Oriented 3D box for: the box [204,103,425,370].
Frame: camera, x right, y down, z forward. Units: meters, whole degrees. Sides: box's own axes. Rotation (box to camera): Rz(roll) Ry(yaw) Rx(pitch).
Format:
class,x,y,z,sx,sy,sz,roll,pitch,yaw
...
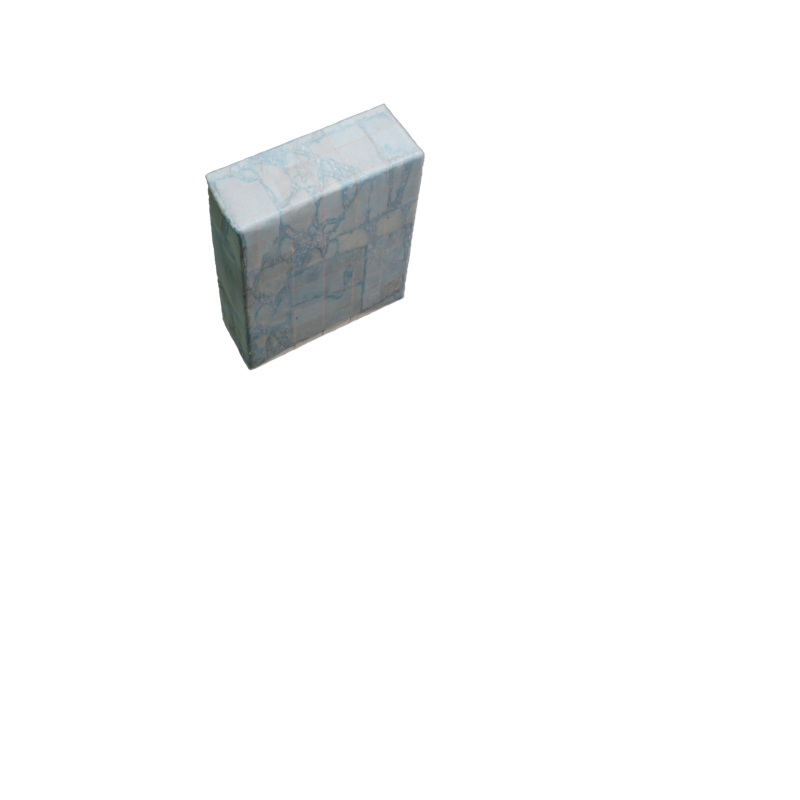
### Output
class,x,y,z,sx,sy,sz,roll,pitch,yaw
box,-0.073,-0.134,0.936,0.163,0.077,0.201,-26,-25,-17
